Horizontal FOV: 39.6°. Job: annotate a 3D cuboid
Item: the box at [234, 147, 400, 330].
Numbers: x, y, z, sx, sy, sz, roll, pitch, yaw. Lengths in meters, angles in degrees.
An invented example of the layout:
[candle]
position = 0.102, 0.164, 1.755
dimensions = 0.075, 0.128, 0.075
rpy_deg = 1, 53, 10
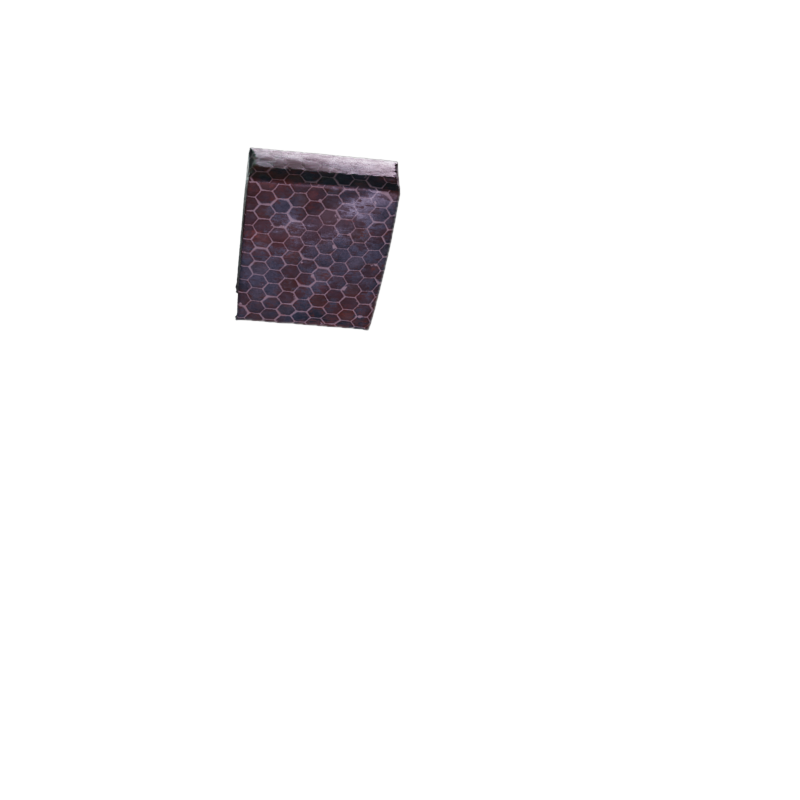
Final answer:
[box]
position = -0.053, -0.096, 0.676
dimensions = 0.089, 0.107, 0.042
rpy_deg = 6, 39, -6
